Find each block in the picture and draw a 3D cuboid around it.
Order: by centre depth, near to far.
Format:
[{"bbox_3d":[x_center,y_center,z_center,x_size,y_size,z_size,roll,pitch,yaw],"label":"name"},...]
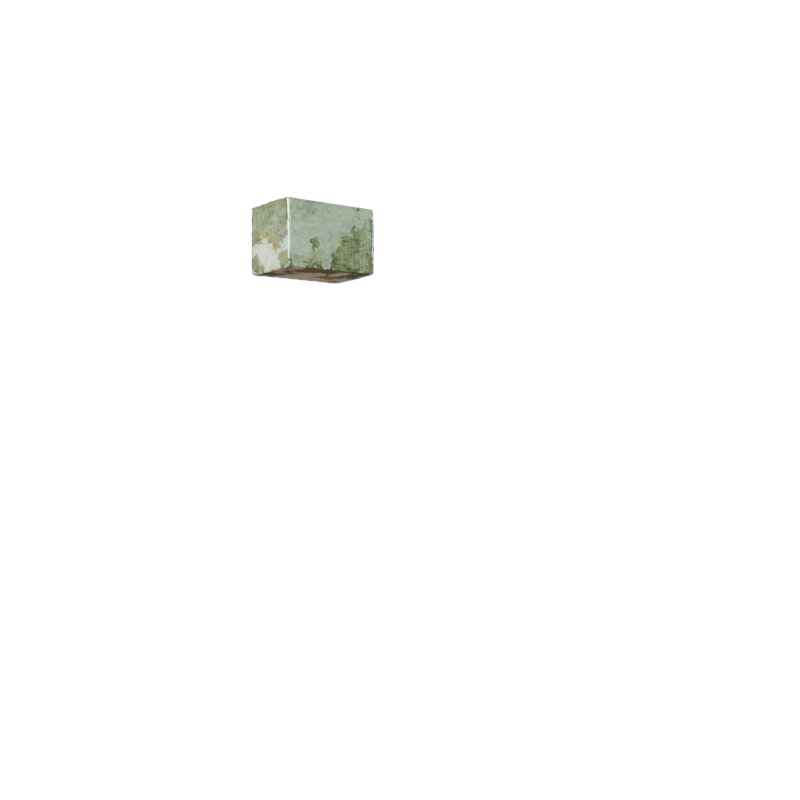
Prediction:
[{"bbox_3d":[-0.064,-0.117,0.822,0.075,0.052,0.054,4,-8,-36],"label":"block"}]
